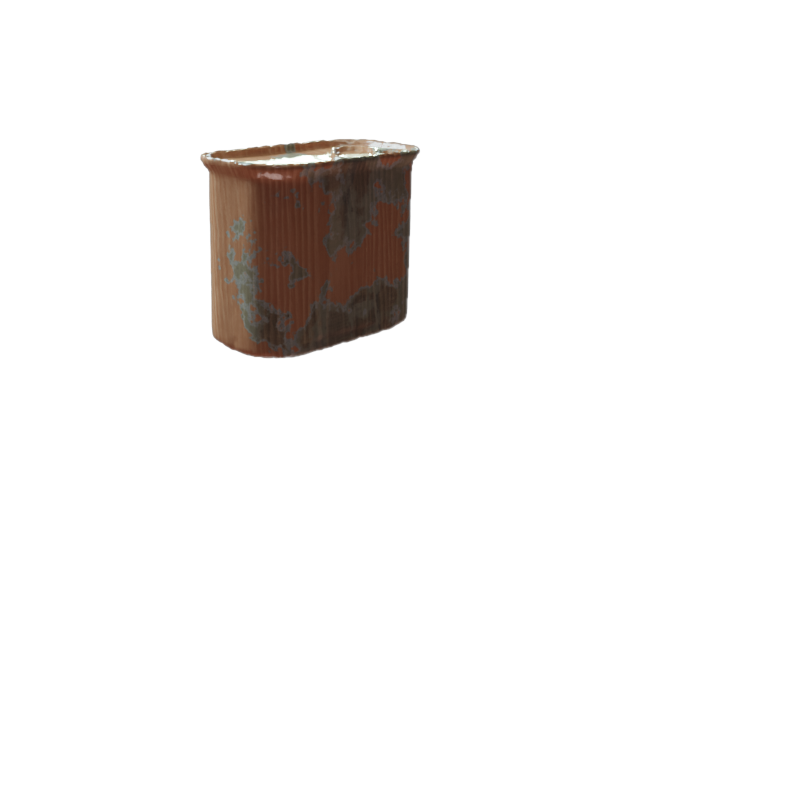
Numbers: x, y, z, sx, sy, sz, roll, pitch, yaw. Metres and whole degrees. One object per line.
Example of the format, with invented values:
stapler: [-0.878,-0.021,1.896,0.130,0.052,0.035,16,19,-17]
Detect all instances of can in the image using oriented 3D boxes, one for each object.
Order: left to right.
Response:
can: [-0.039,-0.072,0.502,0.061,0.081,0.100,14,21,41]
